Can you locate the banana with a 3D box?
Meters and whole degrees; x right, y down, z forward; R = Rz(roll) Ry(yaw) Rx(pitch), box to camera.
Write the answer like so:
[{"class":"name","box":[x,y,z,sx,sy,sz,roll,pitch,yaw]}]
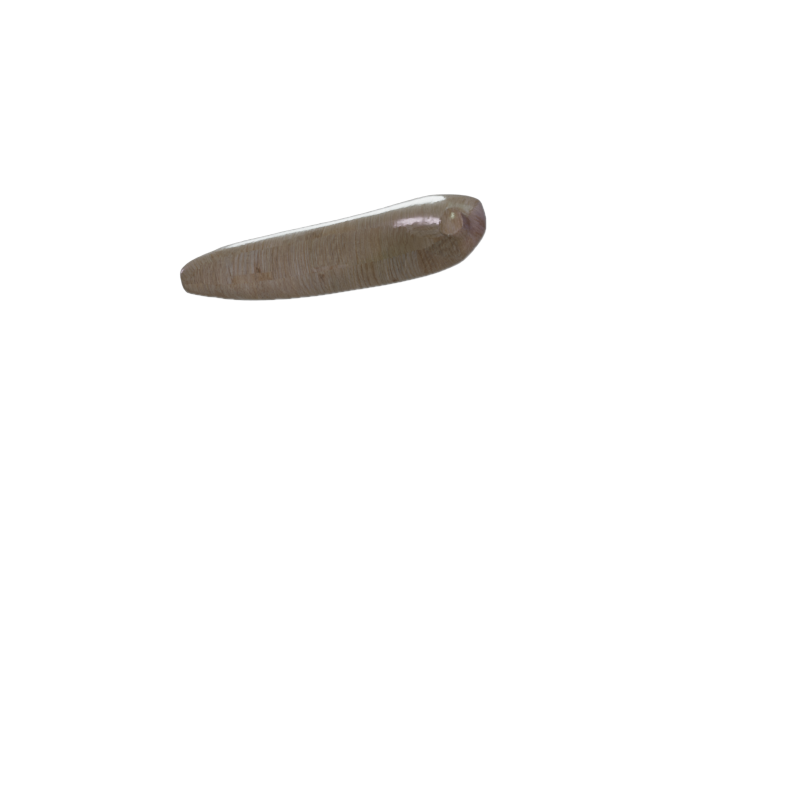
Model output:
[{"class":"banana","box":[-0.027,-0.076,0.552,0.203,0.038,0.066,-7,-11,44]}]
